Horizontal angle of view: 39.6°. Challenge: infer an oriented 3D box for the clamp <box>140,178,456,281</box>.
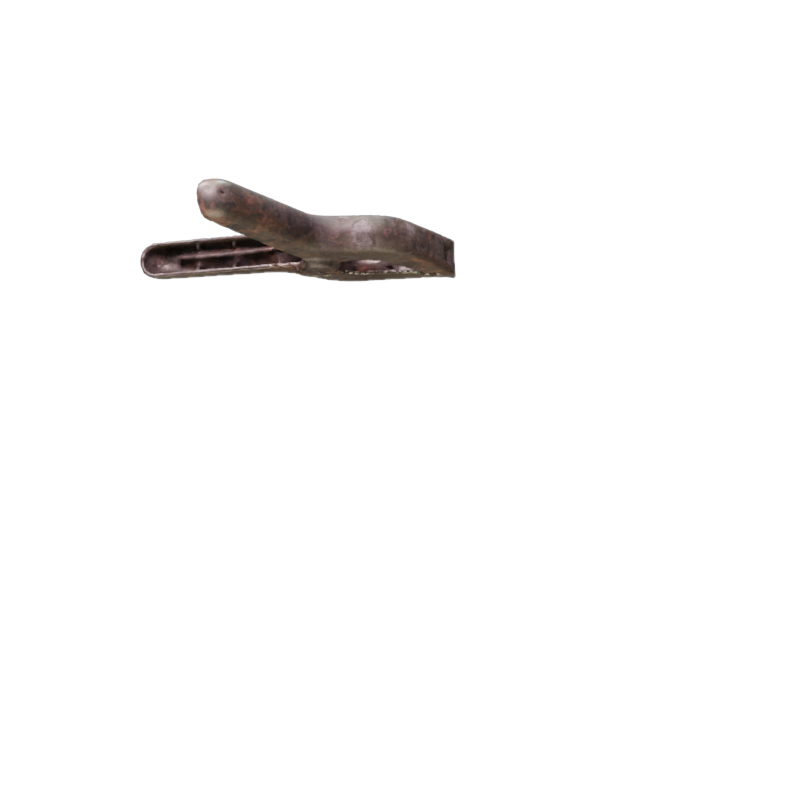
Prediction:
[{"bbox_3d":[-0.056,-0.103,0.721,0.206,0.037,0.163,2,-8,-15],"label":"clamp"}]
